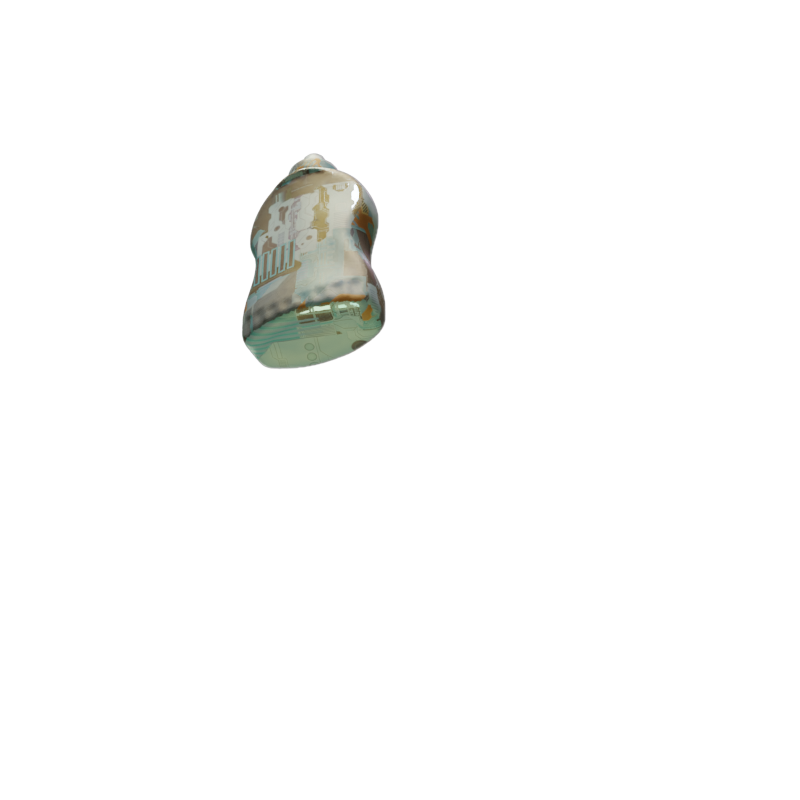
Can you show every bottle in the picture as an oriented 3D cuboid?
[{"bbox_3d":[-0.063,-0.114,0.804,0.097,0.206,0.054,-20,-46,17],"label":"bottle"}]
